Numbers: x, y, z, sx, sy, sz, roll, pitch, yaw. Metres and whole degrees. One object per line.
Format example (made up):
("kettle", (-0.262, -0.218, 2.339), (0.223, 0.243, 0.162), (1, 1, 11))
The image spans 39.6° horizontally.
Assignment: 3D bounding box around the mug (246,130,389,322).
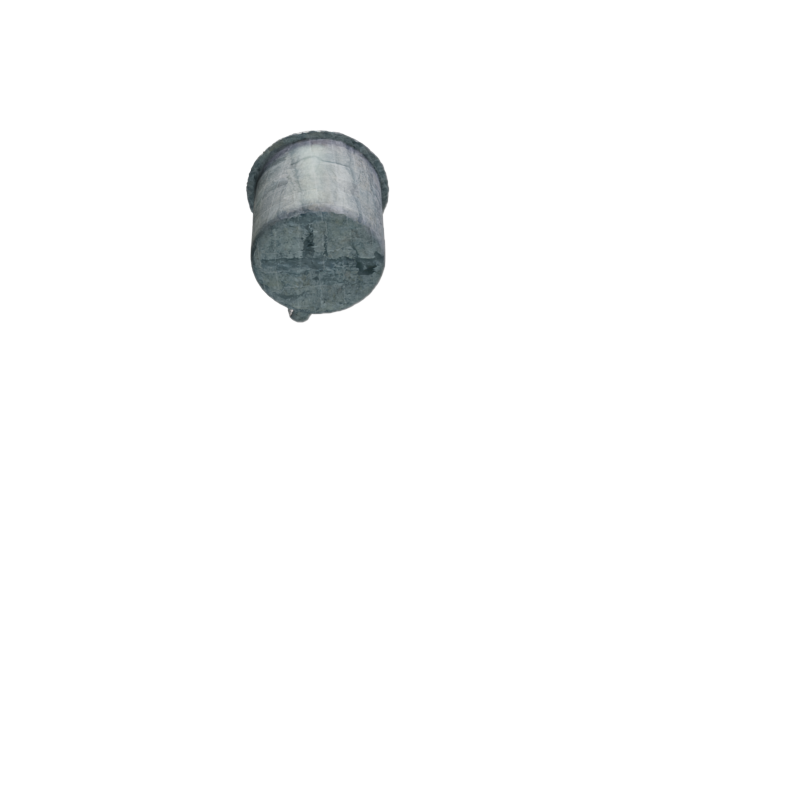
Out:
("mug", (-0.055, -0.100, 0.698), (0.092, 0.111, 0.087), (11, 39, -11))
